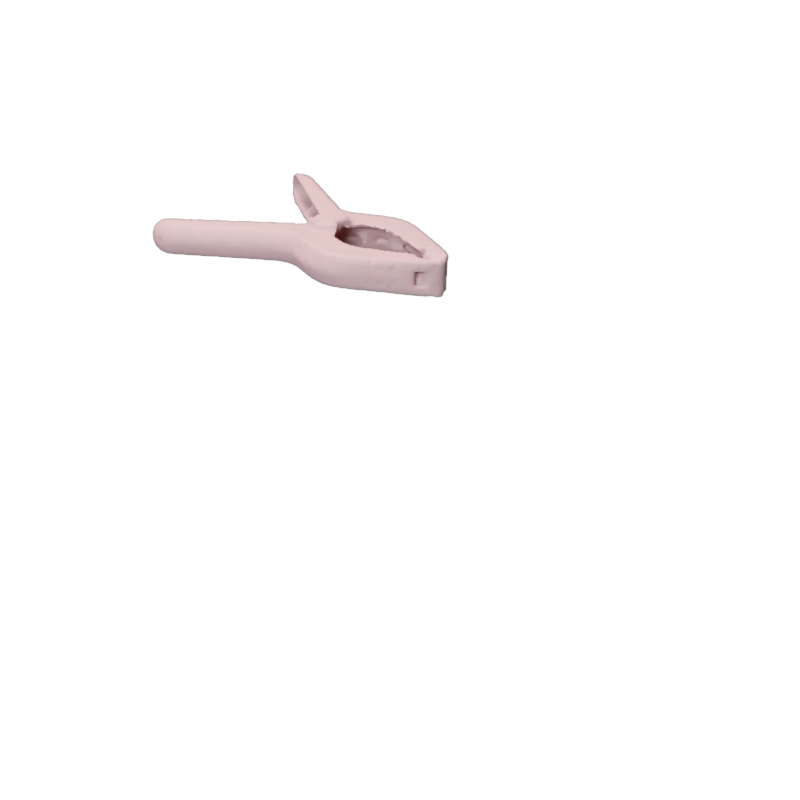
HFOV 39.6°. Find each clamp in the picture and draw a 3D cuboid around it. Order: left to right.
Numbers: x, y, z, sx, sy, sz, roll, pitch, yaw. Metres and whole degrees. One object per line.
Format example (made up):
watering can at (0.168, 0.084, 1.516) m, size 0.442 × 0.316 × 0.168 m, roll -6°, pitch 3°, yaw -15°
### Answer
clamp at (-0.062, -0.113, 0.792) m, size 0.163 × 0.034 × 0.224 m, roll -25°, pitch 37°, yaw -38°
